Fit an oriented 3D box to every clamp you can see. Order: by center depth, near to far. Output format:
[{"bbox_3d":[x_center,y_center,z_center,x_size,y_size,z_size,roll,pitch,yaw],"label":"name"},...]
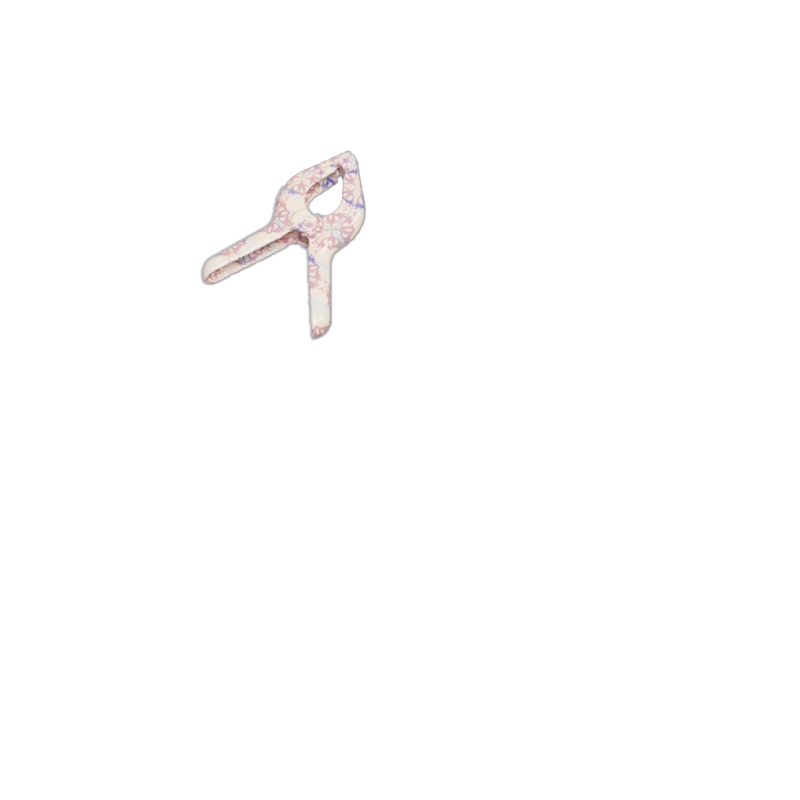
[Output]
[{"bbox_3d":[-0.075,-0.136,0.954,0.124,0.174,0.037,35,-16,11],"label":"clamp"}]
